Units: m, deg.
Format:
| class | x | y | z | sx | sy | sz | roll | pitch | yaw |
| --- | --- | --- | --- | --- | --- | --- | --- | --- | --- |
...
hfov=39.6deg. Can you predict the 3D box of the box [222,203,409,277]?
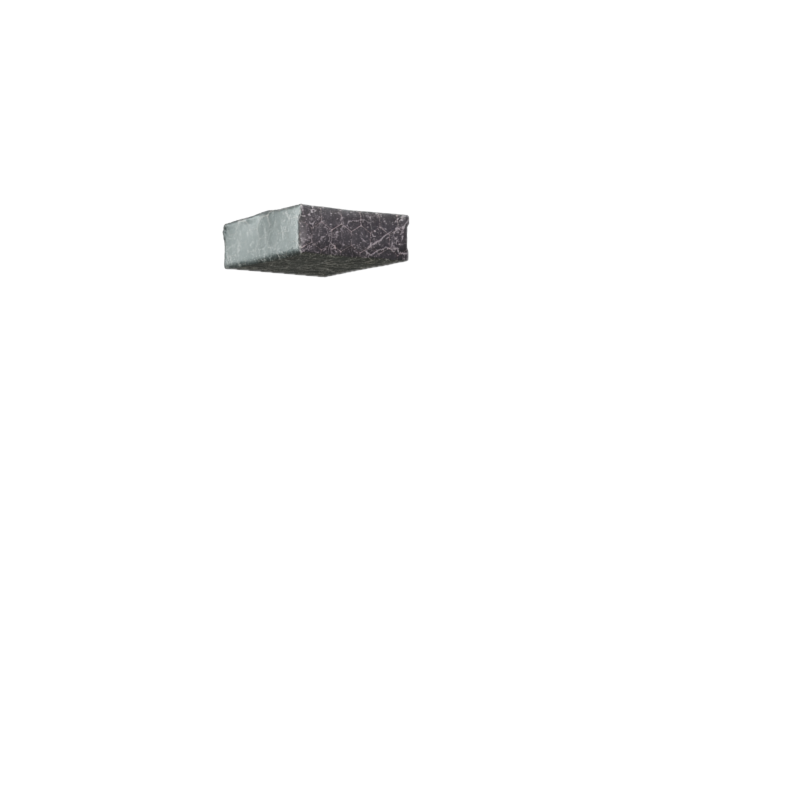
| class | x | y | z | sx | sy | sz | roll | pitch | yaw |
| --- | --- | --- | --- | --- | --- | --- | --- | --- | --- |
| box | -0.050 | -0.091 | 0.638 | 0.070 | 0.030 | 0.092 | 1 | -1 | -35 |
